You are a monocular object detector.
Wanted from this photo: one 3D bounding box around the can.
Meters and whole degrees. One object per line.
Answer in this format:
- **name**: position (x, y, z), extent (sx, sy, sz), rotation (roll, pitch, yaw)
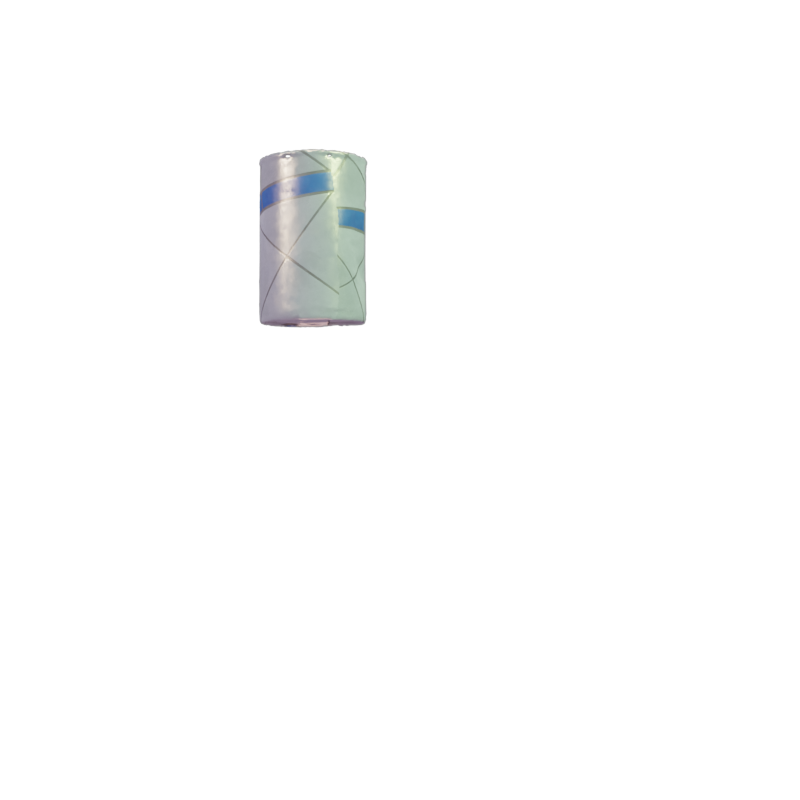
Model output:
- **can**: position (-0.054, -0.098, 0.688), extent (0.068, 0.104, 0.067), rotation (0, -6, -2)
